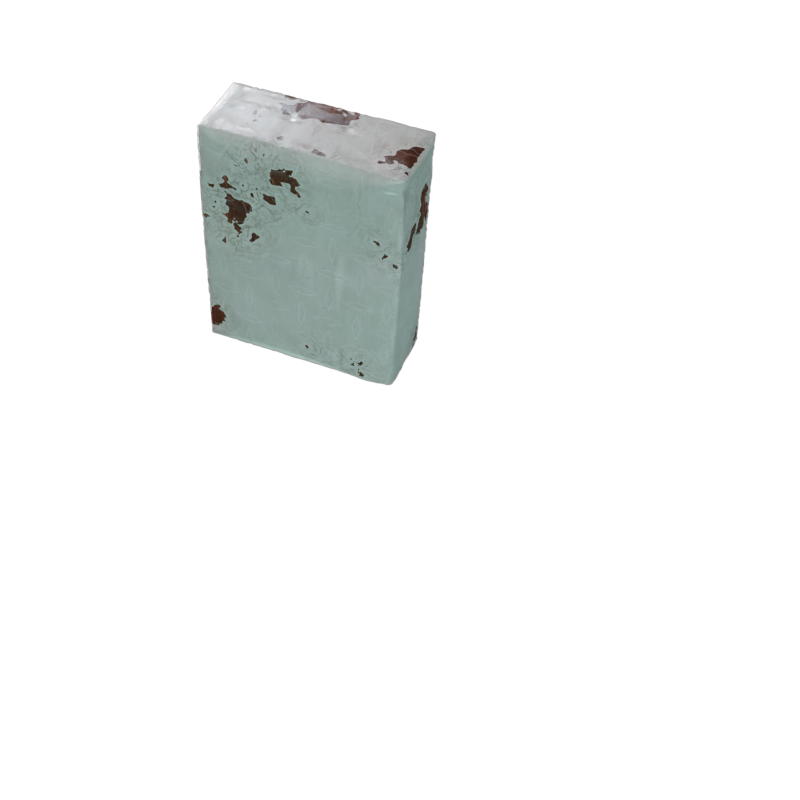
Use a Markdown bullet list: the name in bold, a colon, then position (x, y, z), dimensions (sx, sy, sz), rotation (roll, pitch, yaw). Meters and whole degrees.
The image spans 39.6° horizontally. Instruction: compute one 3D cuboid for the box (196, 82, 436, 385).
- **box**: position (-0.067, -0.122, 0.855), dimensions (0.169, 0.199, 0.075), rotation (18, 47, 15)
